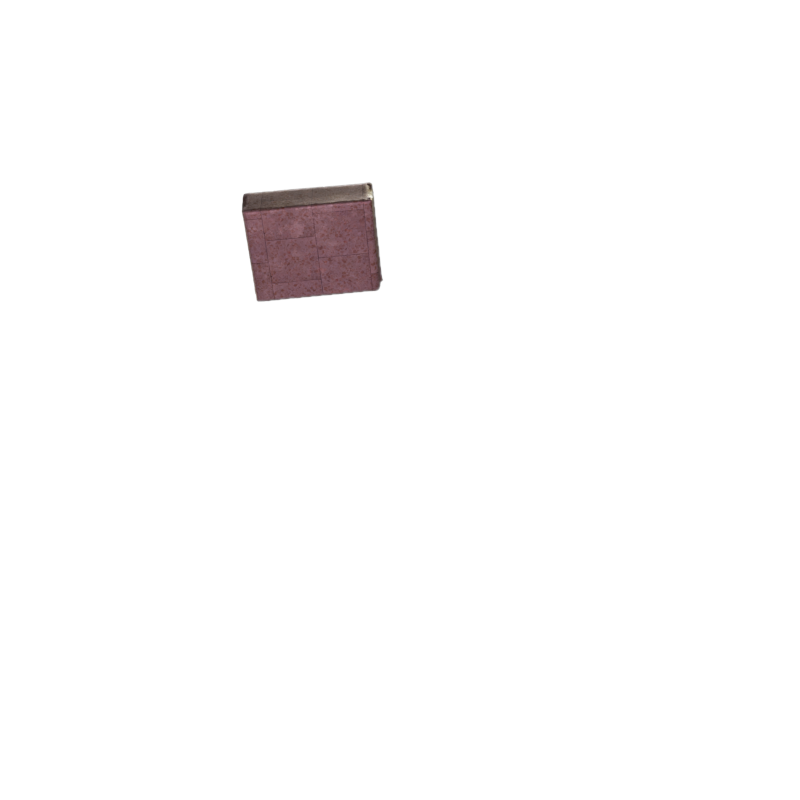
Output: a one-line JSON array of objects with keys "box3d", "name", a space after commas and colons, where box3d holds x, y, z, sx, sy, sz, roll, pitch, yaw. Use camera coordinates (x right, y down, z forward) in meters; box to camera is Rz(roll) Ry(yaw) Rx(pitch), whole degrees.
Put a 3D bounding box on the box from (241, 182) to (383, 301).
[{"box3d": [-0.059, -0.108, 0.759, 0.089, 0.068, 0.032, -5, 33, 3], "name": "box"}]
